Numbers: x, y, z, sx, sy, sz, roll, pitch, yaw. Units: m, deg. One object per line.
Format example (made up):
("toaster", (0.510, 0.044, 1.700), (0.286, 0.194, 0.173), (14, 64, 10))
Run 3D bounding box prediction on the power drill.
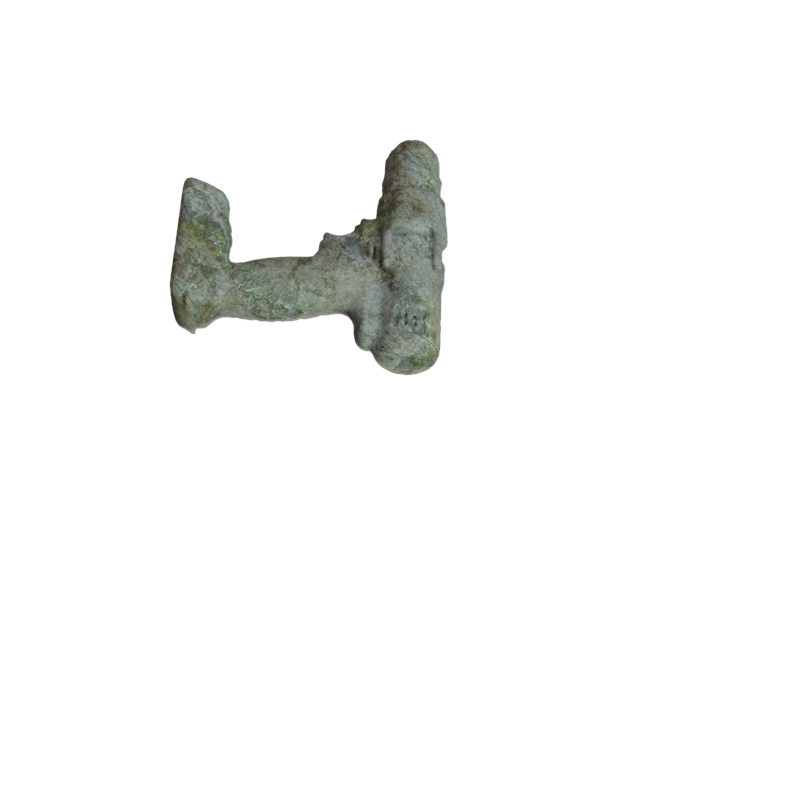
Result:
("power drill", (-0.061, -0.110, 0.774), (0.188, 0.196, 0.054), (2, -32, 1))
